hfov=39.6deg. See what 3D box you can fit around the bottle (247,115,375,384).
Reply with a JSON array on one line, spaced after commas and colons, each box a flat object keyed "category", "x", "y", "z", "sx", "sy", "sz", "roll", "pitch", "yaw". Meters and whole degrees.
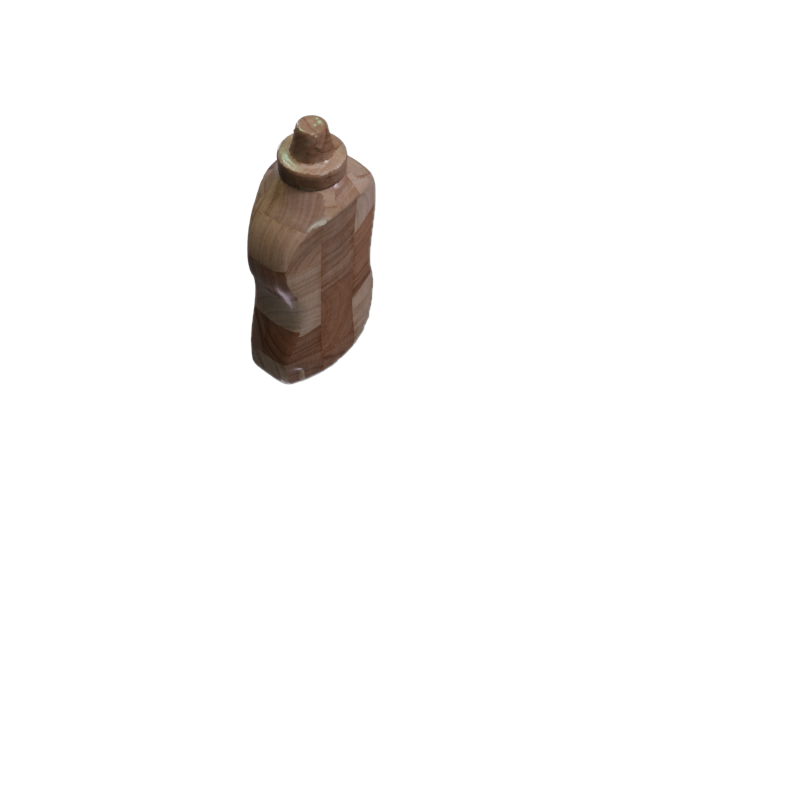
[{"category": "bottle", "x": -0.055, "y": -0.099, "z": 0.692, "sx": 0.062, "sy": 0.179, "sz": 0.097, "roll": 34, "pitch": 57, "yaw": 21}]
